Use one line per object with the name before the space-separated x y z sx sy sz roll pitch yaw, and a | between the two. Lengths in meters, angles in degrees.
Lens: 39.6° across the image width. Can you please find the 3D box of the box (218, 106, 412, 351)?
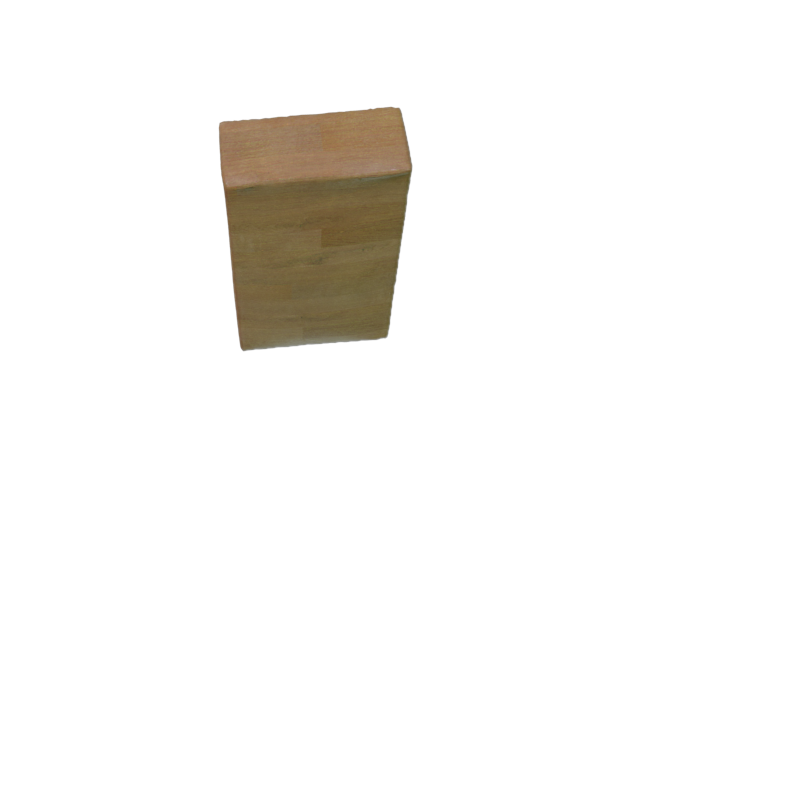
box | -0.048 -0.086 0.605 0.093 0.051 0.167 -5 -23 -6
